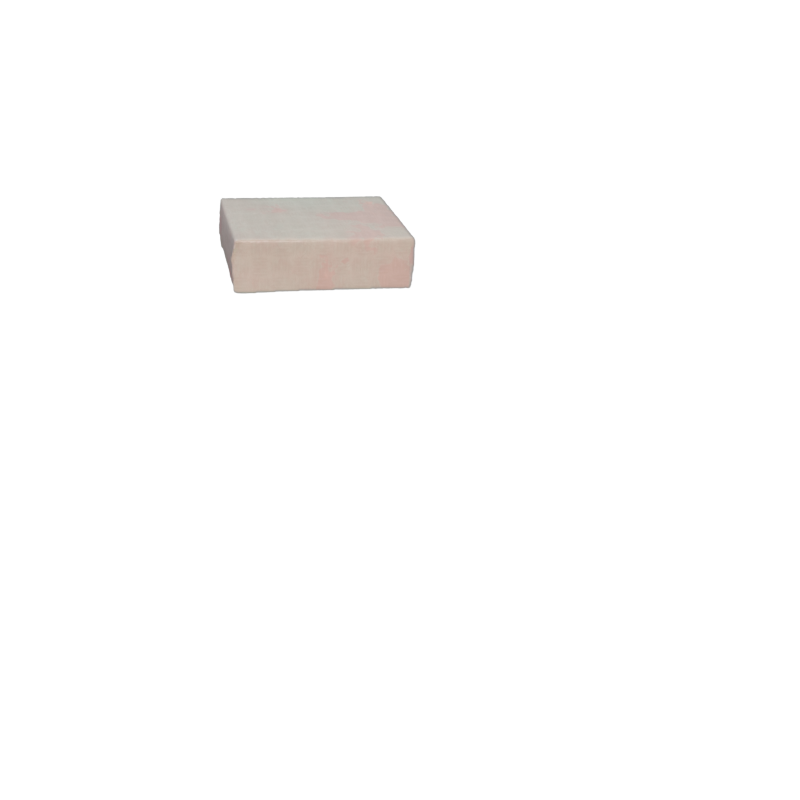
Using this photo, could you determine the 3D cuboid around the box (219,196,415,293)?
[{"bbox_3d":[-0.055,-0.101,0.705,0.112,0.037,0.095,-5,25,-11],"label":"box"}]
